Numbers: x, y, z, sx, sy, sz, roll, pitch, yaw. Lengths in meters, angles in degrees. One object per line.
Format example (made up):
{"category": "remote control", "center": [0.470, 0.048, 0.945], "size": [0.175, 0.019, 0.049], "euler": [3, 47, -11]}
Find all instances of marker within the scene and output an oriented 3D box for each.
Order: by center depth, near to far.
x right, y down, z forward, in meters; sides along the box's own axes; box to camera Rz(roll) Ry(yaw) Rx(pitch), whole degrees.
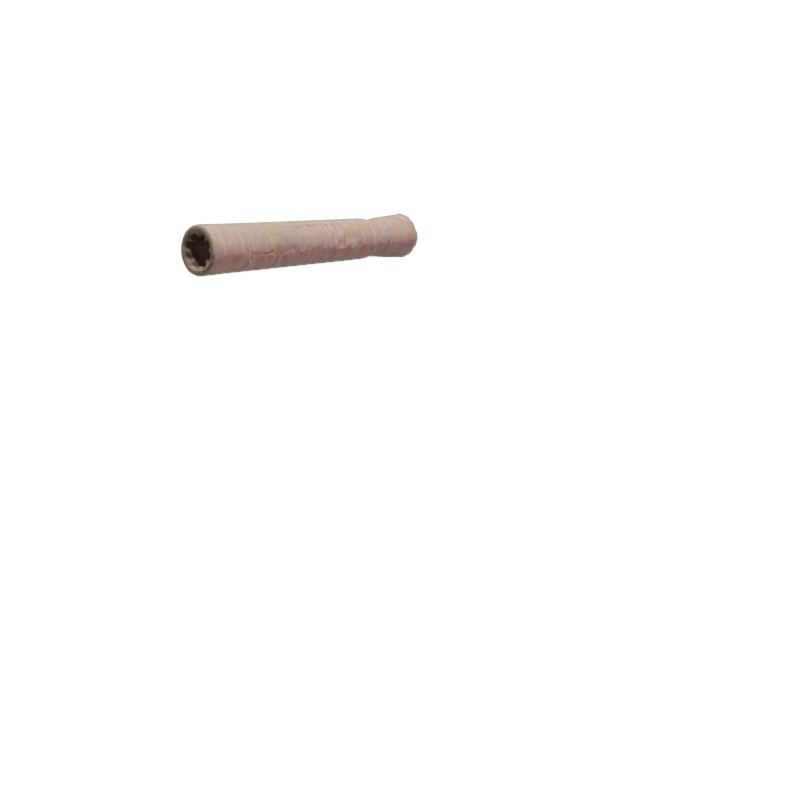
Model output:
{"category": "marker", "center": [-0.034, -0.063, 0.439], "size": [0.021, 0.019, 0.118], "euler": [4, 11, 41]}
